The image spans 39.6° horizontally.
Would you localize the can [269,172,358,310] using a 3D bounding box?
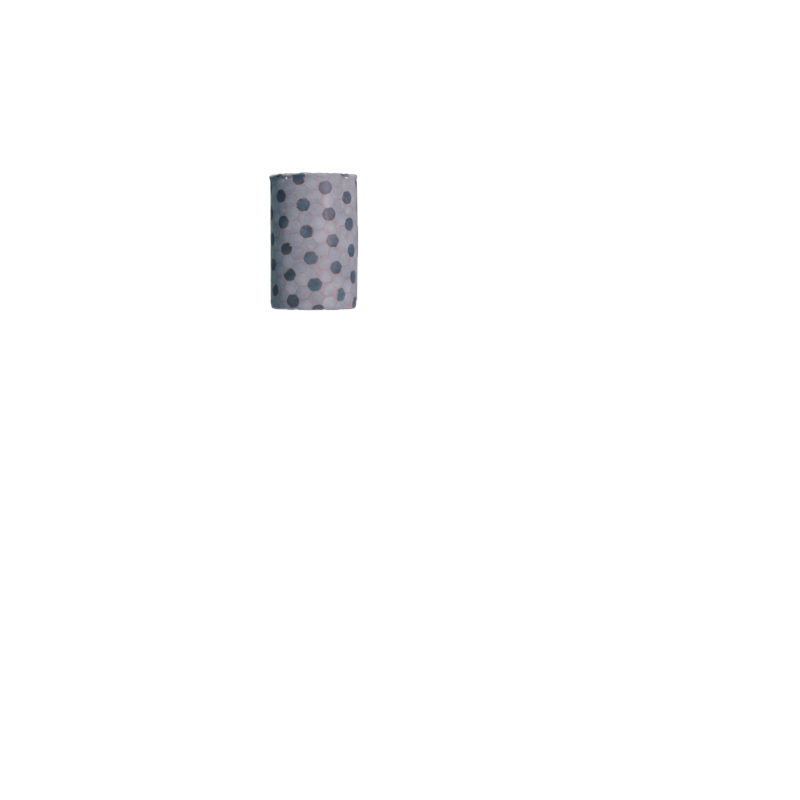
[{"bbox_3d":[-0.067,-0.121,0.851,0.068,0.102,0.069,0,2,-2],"label":"can"}]
